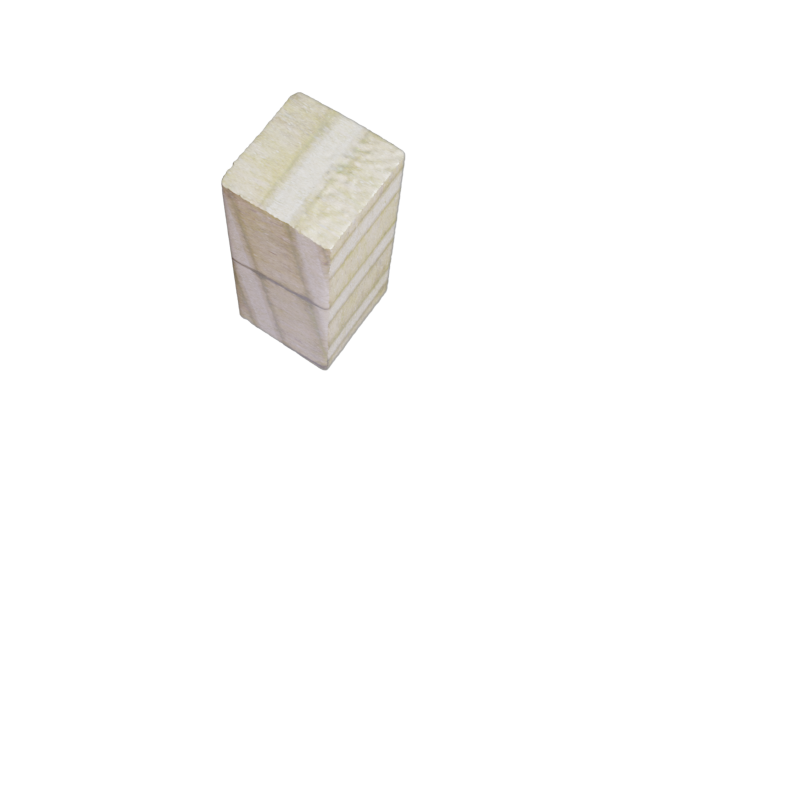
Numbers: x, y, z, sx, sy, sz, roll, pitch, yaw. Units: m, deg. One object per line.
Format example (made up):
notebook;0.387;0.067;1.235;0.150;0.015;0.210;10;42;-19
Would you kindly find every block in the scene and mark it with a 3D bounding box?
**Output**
block;-0.063;-0.115;0.803;0.093;0.093;0.196;33;-20;9
